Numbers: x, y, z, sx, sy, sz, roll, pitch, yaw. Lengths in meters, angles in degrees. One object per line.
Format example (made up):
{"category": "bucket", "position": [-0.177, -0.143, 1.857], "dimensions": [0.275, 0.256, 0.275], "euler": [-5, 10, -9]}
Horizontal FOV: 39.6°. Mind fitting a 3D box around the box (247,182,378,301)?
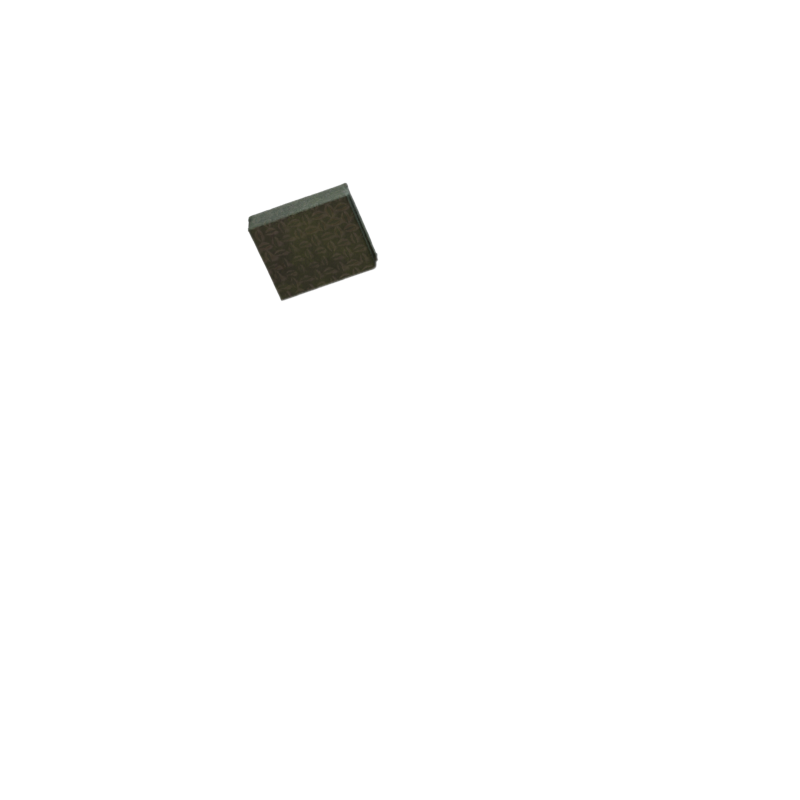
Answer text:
{"category": "box", "position": [-0.072, -0.131, 0.919], "dimensions": [0.090, 0.068, 0.032], "euler": [-18, 29, 10]}
